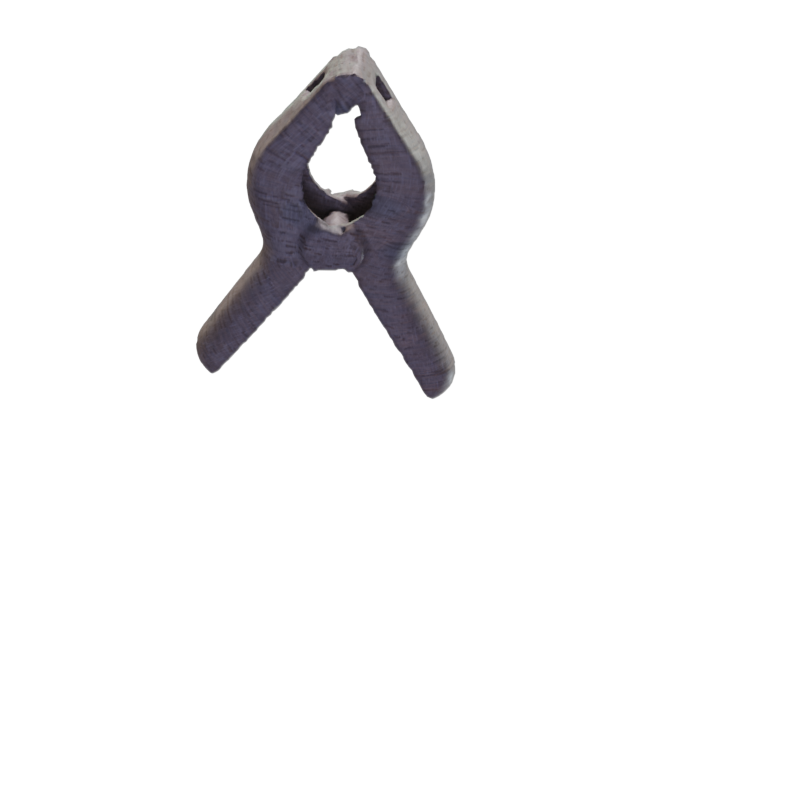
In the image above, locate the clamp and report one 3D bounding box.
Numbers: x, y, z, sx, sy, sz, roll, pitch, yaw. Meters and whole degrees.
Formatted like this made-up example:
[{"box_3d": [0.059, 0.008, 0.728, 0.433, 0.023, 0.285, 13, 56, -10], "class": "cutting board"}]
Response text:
[{"box_3d": [-0.038, -0.069, 0.484, 0.120, 0.160, 0.042, -3, 33, 2], "class": "clamp"}]
